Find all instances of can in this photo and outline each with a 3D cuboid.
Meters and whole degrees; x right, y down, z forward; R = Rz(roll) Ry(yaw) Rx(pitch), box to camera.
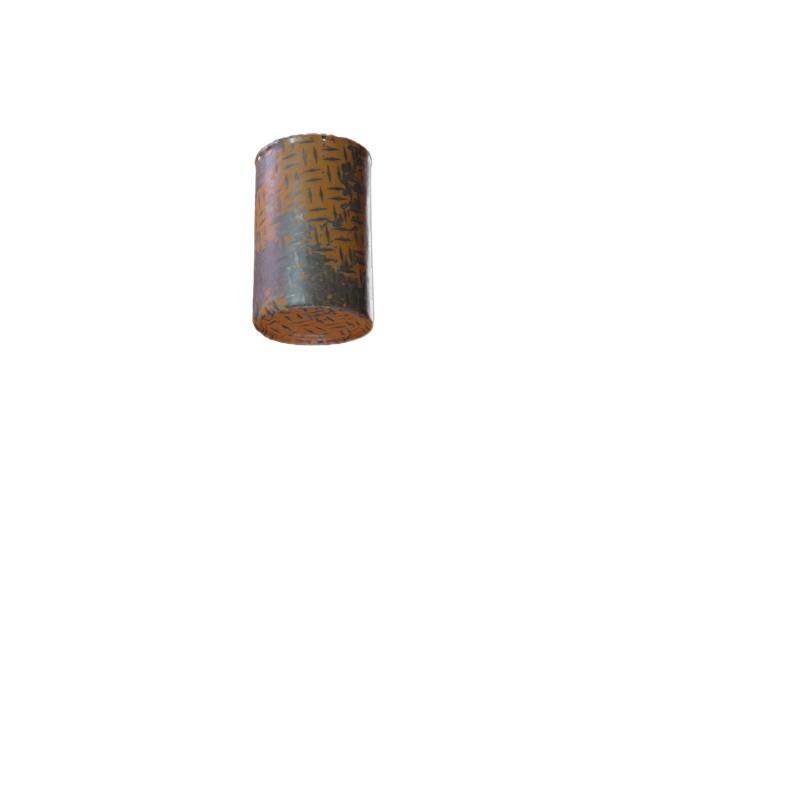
[{"bbox_3d":[-0.049,-0.089,0.622,0.068,0.107,0.065,0,-21,-2],"label":"can"}]
